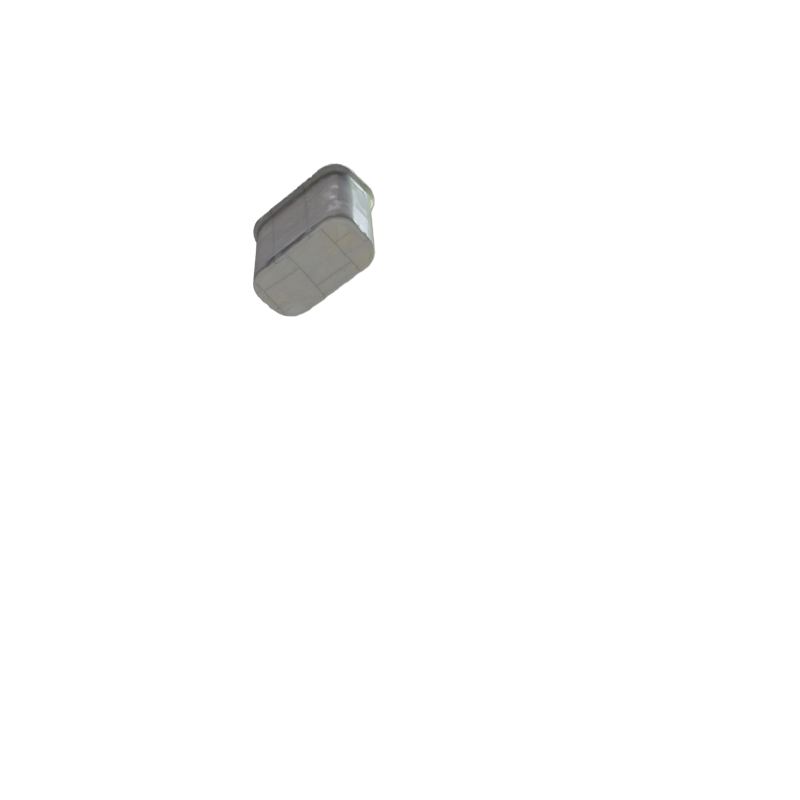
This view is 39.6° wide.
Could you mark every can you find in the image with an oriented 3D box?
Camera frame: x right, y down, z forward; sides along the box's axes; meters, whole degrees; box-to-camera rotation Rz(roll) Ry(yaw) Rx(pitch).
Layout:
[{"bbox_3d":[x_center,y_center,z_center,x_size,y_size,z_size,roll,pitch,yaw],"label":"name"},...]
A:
[{"bbox_3d":[-0.067,-0.123,0.858,0.101,0.054,0.089,-36,29,20],"label":"can"}]
